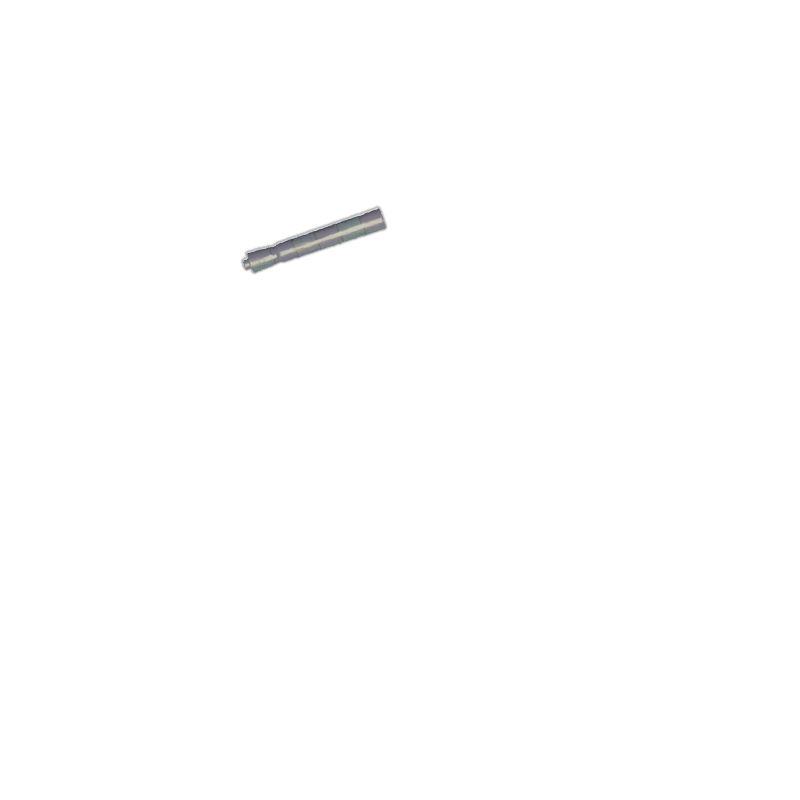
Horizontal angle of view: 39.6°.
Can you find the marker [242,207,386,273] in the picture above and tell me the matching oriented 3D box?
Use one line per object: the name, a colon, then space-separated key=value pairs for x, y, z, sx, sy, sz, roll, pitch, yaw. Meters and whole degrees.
marker: x=-0.071 y=-0.130 z=0.907 sx=0.121 sy=0.020 sz=0.020 roll=-18 pitch=3 yaw=5
